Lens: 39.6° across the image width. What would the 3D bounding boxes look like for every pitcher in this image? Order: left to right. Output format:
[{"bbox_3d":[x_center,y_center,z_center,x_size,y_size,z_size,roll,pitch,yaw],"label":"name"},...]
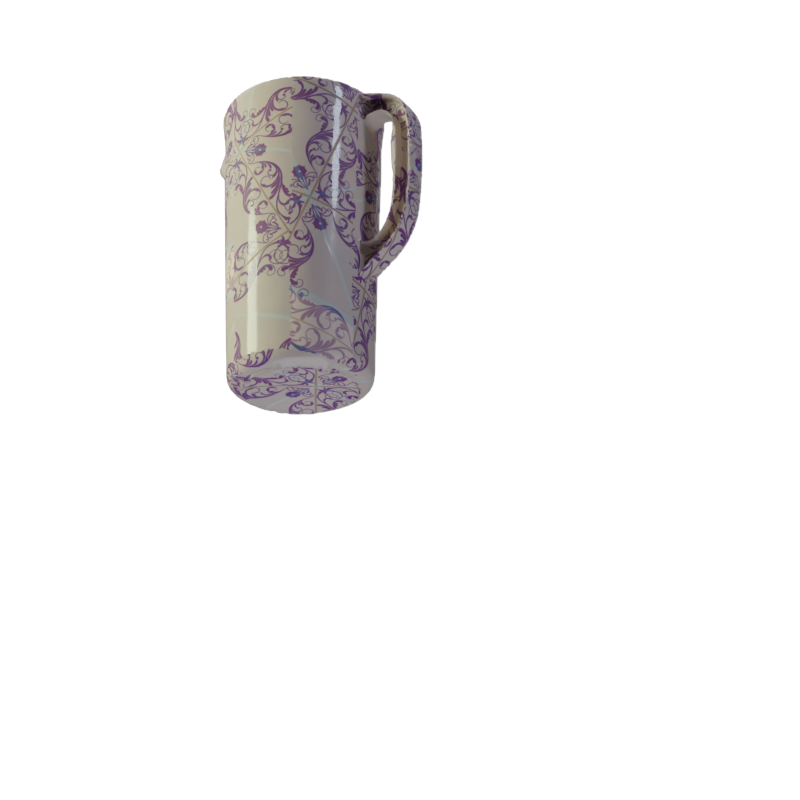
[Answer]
[{"bbox_3d":[-0.067,-0.122,0.852,0.142,0.258,0.143,5,-28,-12],"label":"pitcher"}]
